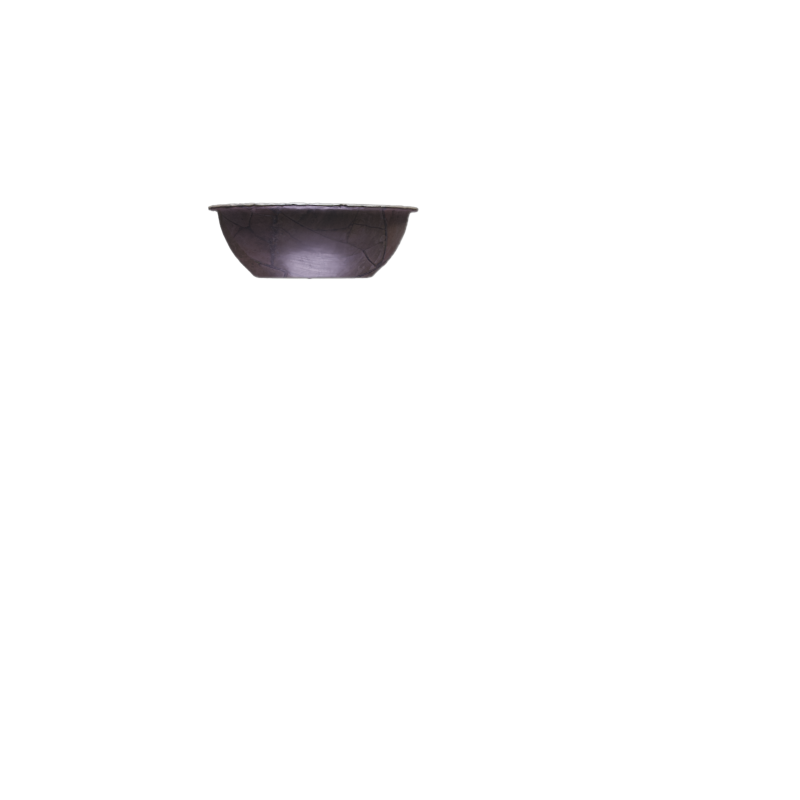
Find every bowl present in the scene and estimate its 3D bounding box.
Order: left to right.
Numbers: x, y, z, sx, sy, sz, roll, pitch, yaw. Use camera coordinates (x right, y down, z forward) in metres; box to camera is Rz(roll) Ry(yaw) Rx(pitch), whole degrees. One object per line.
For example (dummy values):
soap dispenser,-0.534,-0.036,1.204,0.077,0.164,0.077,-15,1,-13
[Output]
bowl,-0.067,-0.121,0.850,0.162,0.055,0.164,0,7,-2
